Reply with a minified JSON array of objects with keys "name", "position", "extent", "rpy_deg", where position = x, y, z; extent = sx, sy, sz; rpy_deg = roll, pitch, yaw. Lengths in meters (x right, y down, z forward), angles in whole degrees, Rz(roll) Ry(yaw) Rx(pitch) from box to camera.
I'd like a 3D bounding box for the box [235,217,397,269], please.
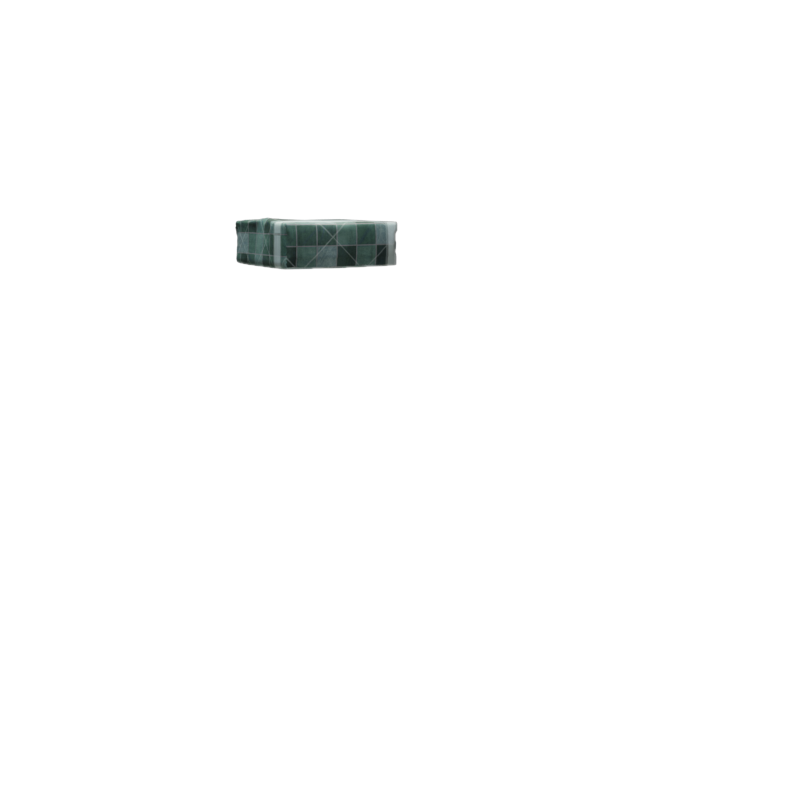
[{"name":"box","position":[-0.054,-0.098,0.688],"extent":[0.071,0.030,0.093],"rpy_deg":[-4,10,-25]}]
